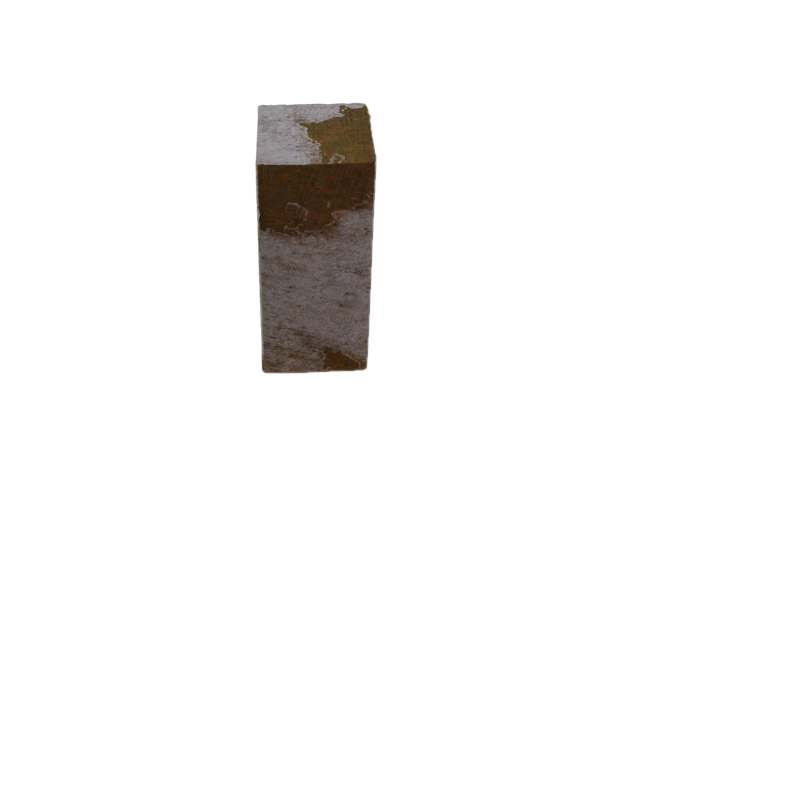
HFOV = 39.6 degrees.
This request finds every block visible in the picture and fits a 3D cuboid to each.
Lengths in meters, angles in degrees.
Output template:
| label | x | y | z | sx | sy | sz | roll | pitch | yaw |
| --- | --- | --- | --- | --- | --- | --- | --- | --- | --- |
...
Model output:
| label | x | y | z | sx | sy | sz | roll | pitch | yaw |
| --- | --- | --- | --- | --- | --- | --- | --- | --- | --- |
| block | -0.070 | -0.128 | 0.899 | 0.090 | 0.192 | 0.097 | -1 | 39 | -5 |
